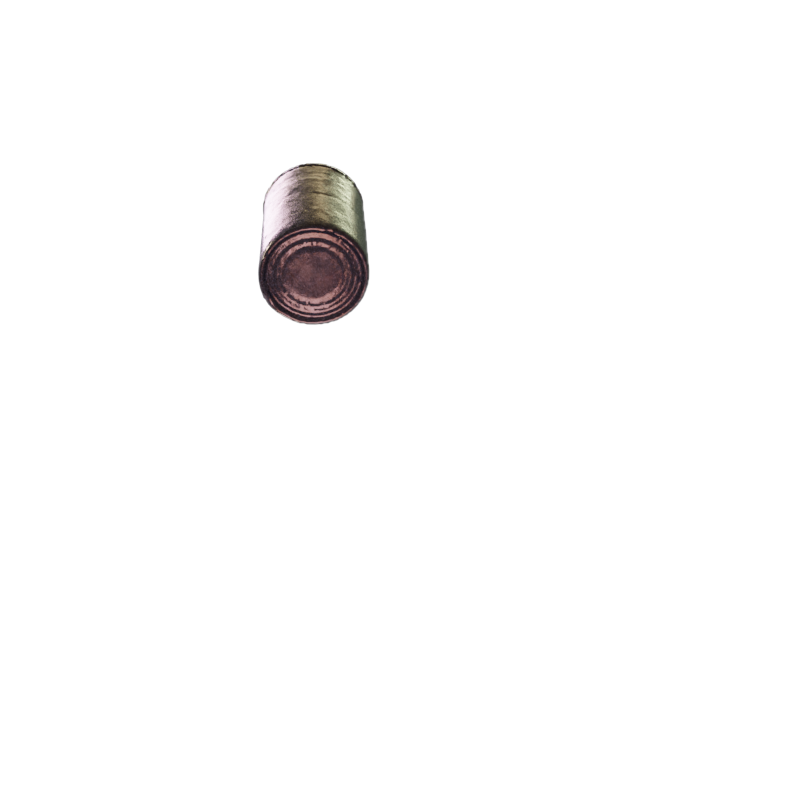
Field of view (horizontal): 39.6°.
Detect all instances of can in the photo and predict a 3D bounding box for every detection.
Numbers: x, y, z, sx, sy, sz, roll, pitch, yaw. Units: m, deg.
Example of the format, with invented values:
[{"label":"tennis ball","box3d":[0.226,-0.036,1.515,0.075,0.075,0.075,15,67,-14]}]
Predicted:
[{"label":"can","box3d":[-0.055,-0.100,0.699,0.068,0.065,0.108,0,30,-3]}]
